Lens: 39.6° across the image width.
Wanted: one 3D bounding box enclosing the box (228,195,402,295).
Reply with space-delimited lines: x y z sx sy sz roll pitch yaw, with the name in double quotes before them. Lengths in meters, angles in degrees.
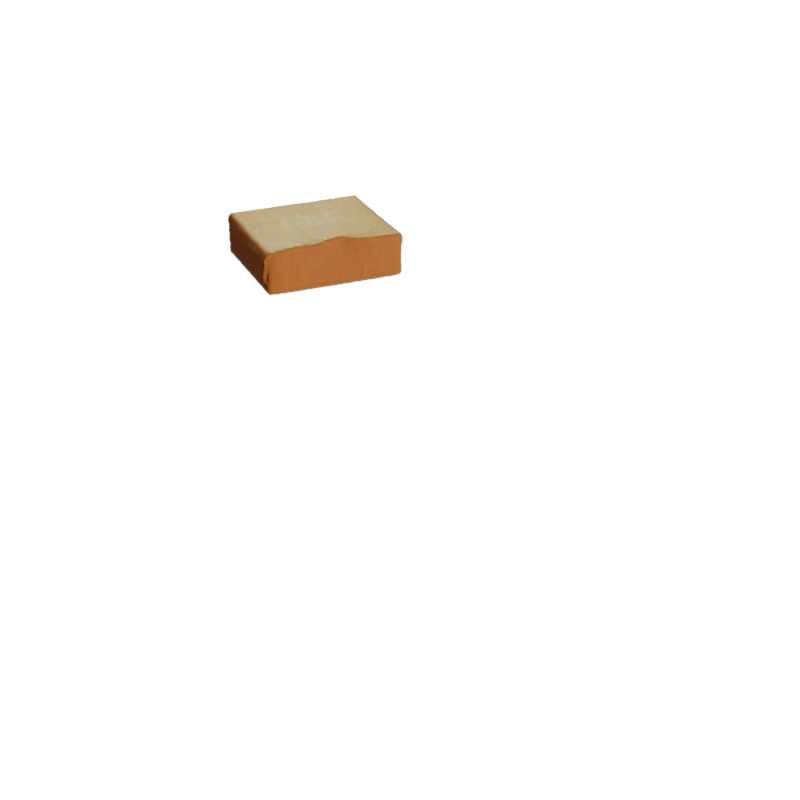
"box" -0.054 -0.097 0.683 0.088 0.029 0.078 -11 30 -20
